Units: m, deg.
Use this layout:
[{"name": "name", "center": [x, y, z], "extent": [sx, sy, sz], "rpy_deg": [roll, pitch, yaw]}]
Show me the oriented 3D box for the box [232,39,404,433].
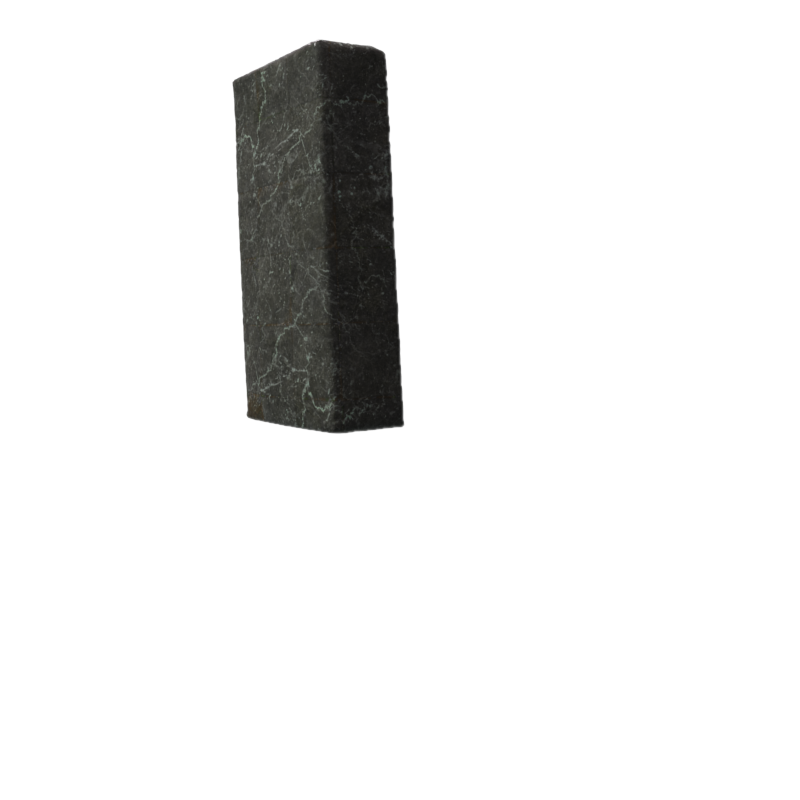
[{"name": "box", "center": [-0.042, -0.077, 0.537], "extent": [0.046, 0.178, 0.096], "rpy_deg": [2, -4, -32]}]
